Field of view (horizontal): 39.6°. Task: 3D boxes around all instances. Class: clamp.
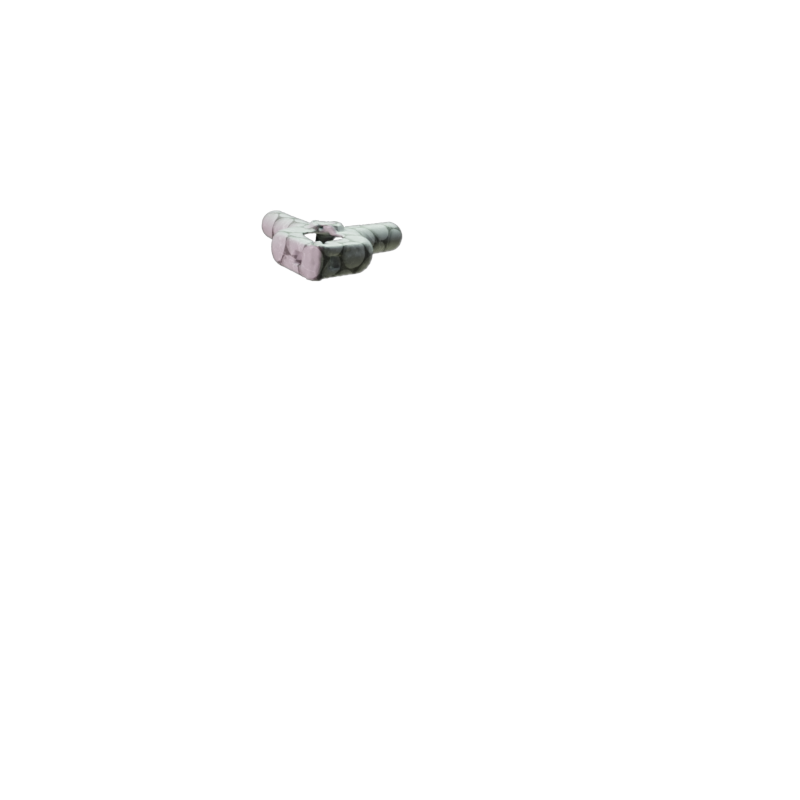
[{"bbox_3d":[-0.070,-0.127,0.893,0.122,0.038,0.173,3,14,11],"label":"clamp"}]
